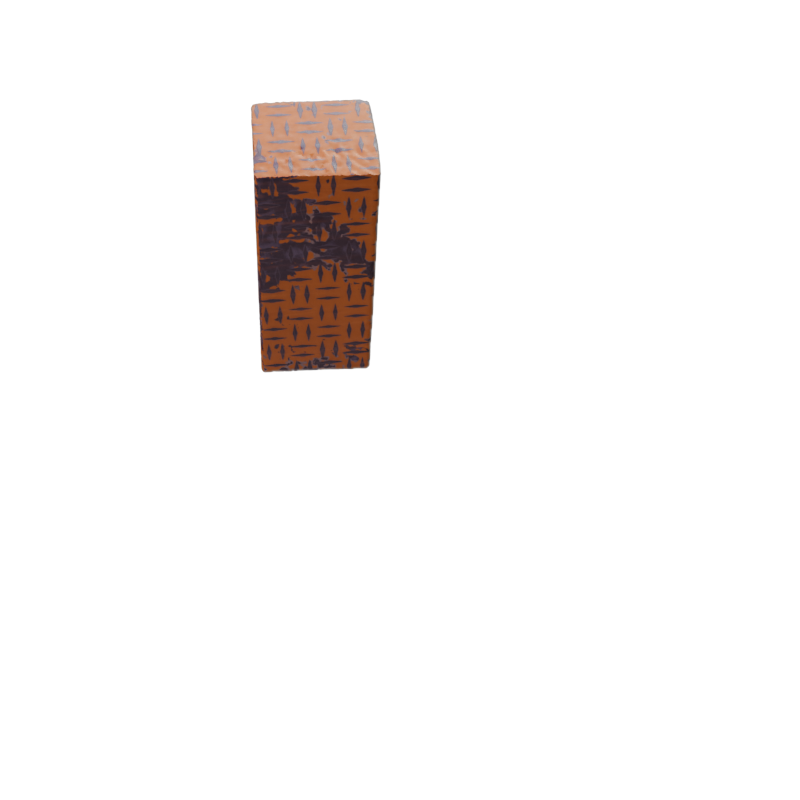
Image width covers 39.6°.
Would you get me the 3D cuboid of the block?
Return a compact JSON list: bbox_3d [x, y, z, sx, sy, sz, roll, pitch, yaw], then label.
[{"bbox_3d":[-0.068,-0.124,0.865,0.090,0.097,0.192,-2,-43,-6],"label":"block"}]
